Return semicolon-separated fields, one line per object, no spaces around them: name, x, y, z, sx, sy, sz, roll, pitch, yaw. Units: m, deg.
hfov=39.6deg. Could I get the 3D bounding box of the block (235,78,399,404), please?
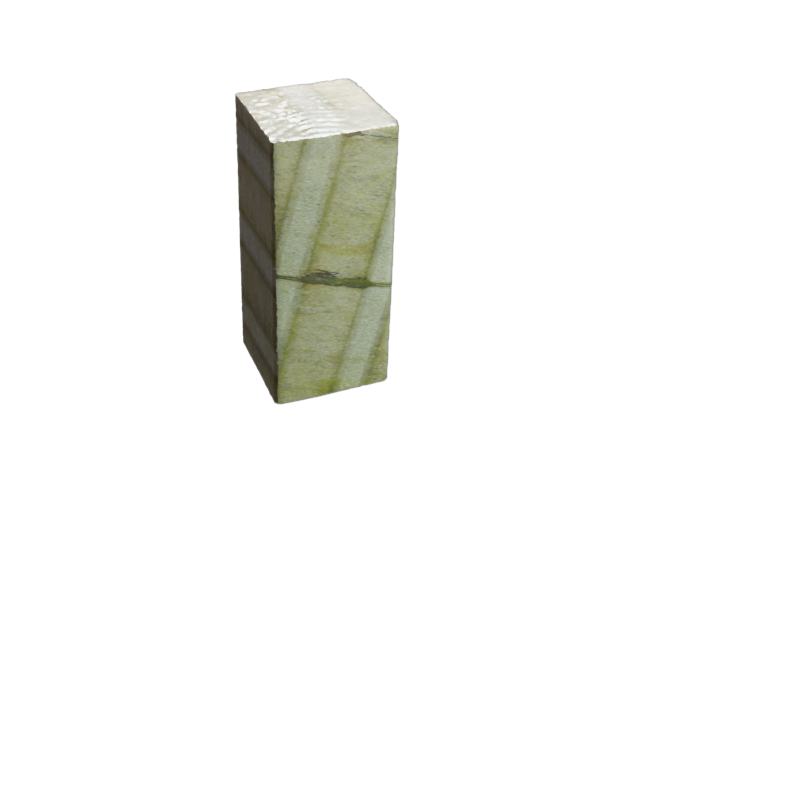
block;-0.061;-0.113;0.791;0.089;0.194;0.098;-10;34;-20
